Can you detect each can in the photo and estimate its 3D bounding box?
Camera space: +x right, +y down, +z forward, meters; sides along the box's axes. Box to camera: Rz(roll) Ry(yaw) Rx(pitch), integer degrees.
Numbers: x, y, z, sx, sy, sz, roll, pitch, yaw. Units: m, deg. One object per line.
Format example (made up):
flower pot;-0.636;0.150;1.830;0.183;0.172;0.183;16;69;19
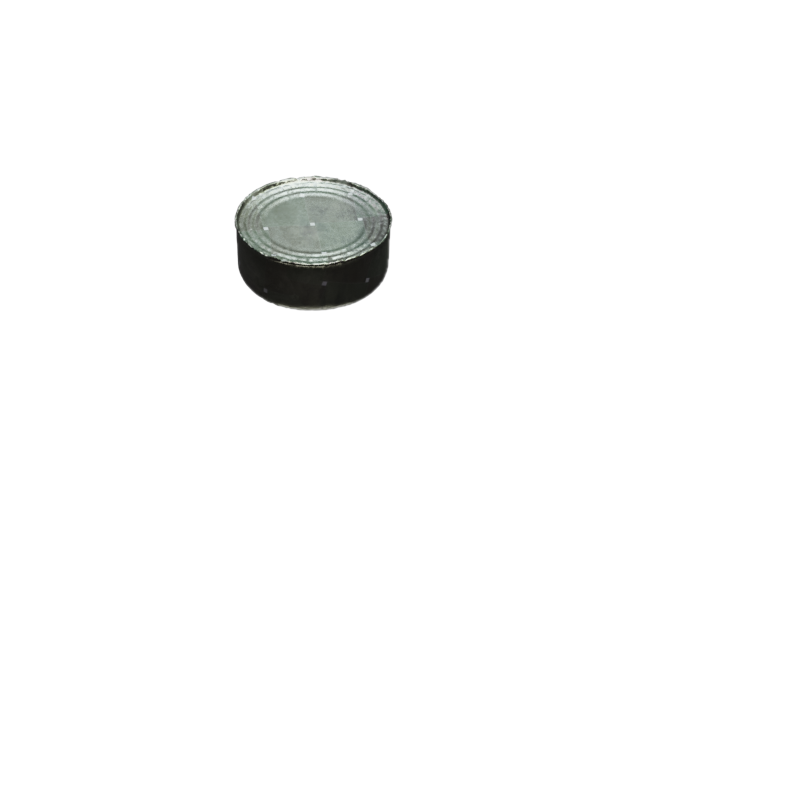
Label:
can;-0.048;-0.087;0.612;0.086;0.031;0.092;-1;40;-2
